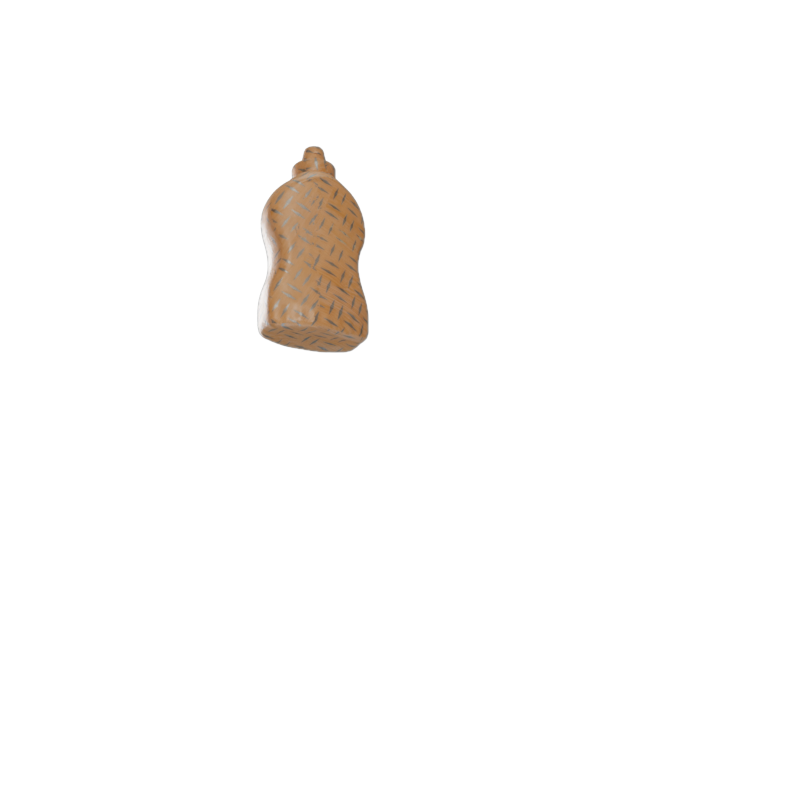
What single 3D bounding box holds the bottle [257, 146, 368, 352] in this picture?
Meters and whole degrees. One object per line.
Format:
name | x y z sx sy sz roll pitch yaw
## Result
bottle | -0.078 -0.142 0.996 0.093 0.203 0.057 9 -27 -21
